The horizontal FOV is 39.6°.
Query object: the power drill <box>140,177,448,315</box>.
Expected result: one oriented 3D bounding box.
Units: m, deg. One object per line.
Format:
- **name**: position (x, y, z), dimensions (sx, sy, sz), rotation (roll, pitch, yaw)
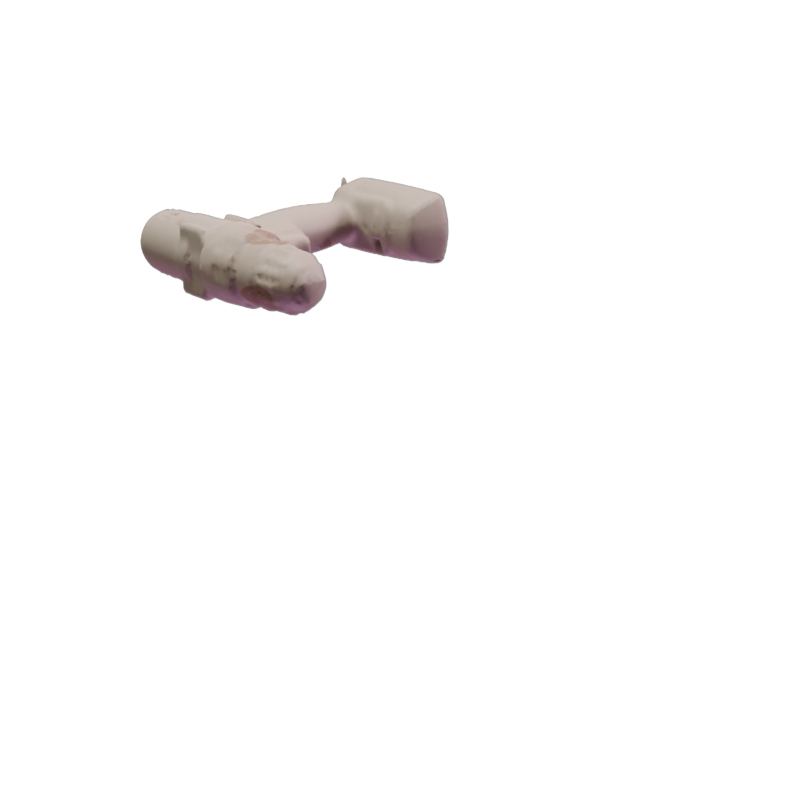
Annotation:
- **power drill**: position (-0.059, -0.108, 0.756), dimensions (0.184, 0.055, 0.196), rotation (-16, 26, -36)
